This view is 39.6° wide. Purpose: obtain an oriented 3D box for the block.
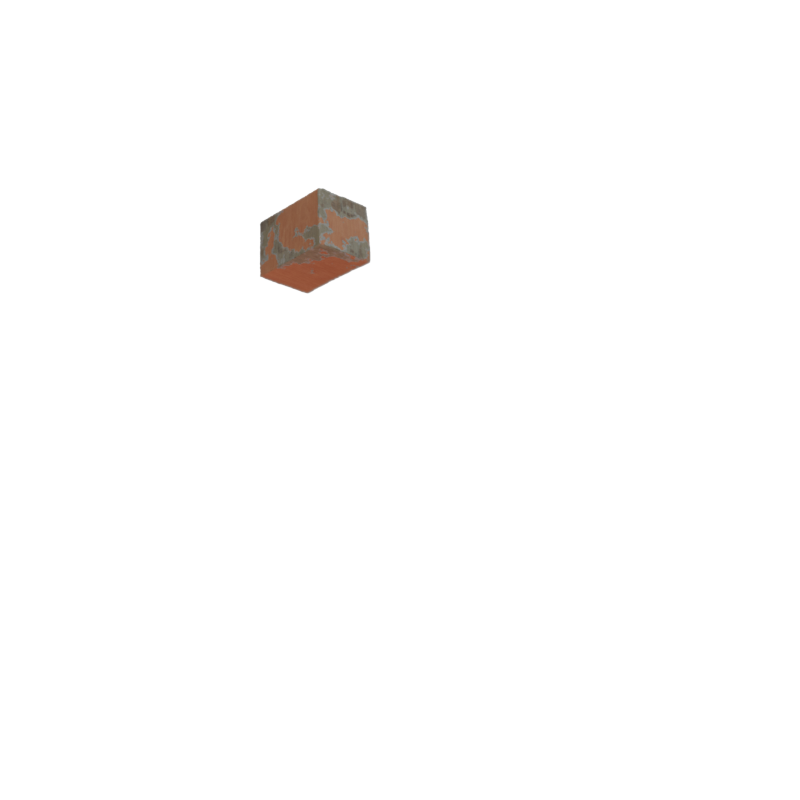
[{"bbox_3d":[-0.069,-0.126,0.883,0.050,0.054,0.078,20,-29,-40],"label":"block"}]
